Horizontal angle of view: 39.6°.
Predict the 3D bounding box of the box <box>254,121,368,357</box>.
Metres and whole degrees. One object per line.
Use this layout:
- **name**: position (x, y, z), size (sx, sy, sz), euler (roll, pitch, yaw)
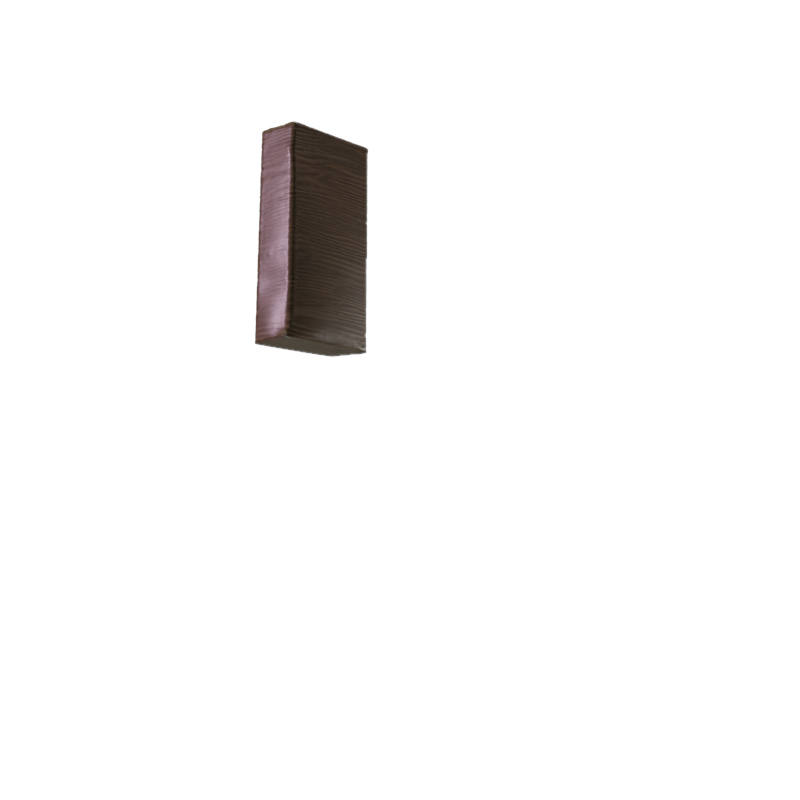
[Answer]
- **box**: position (-0.071, -0.129, 0.902), size (0.049, 0.183, 0.088), euler (-14, -19, 40)
